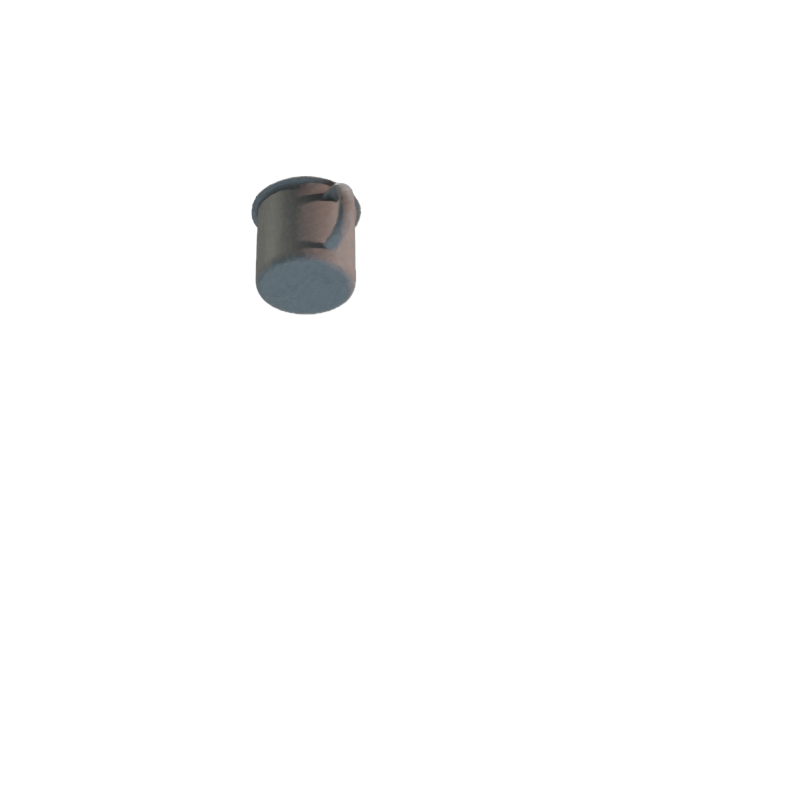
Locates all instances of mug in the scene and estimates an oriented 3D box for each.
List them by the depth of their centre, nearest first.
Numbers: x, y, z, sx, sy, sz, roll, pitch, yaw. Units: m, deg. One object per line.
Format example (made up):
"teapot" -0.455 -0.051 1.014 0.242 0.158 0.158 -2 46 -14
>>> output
"mug" -0.071 -0.129 0.906 0.089 0.087 0.115 20 -39 -28
